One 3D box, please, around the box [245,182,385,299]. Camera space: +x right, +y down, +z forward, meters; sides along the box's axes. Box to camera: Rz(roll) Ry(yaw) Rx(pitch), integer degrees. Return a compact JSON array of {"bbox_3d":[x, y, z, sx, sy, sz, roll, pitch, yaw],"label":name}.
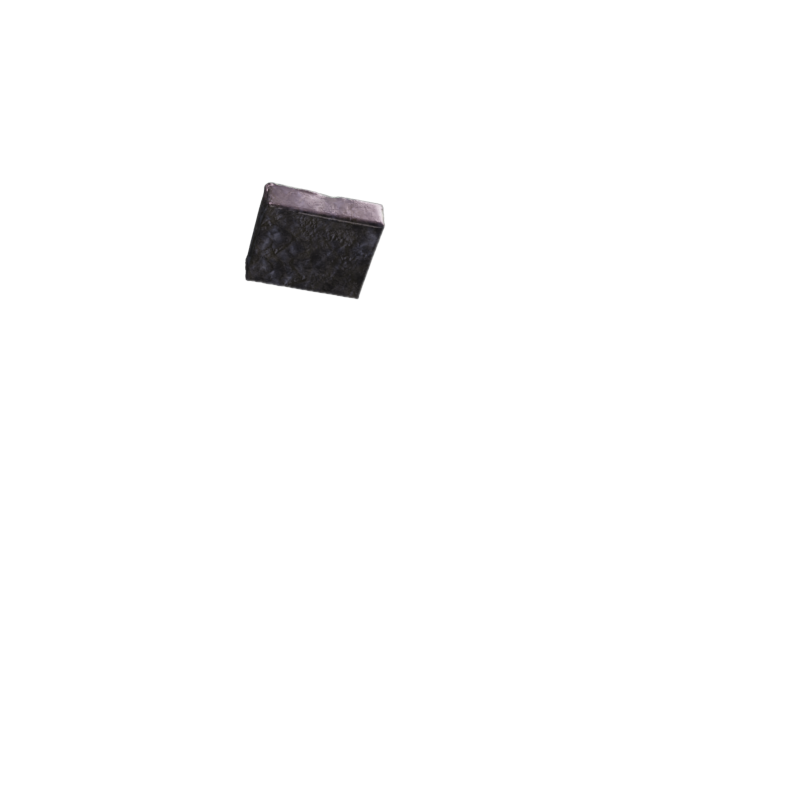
[{"bbox_3d":[-0.063,-0.115,0.808,0.088,0.069,0.032,10,42,-10],"label":"box"}]
